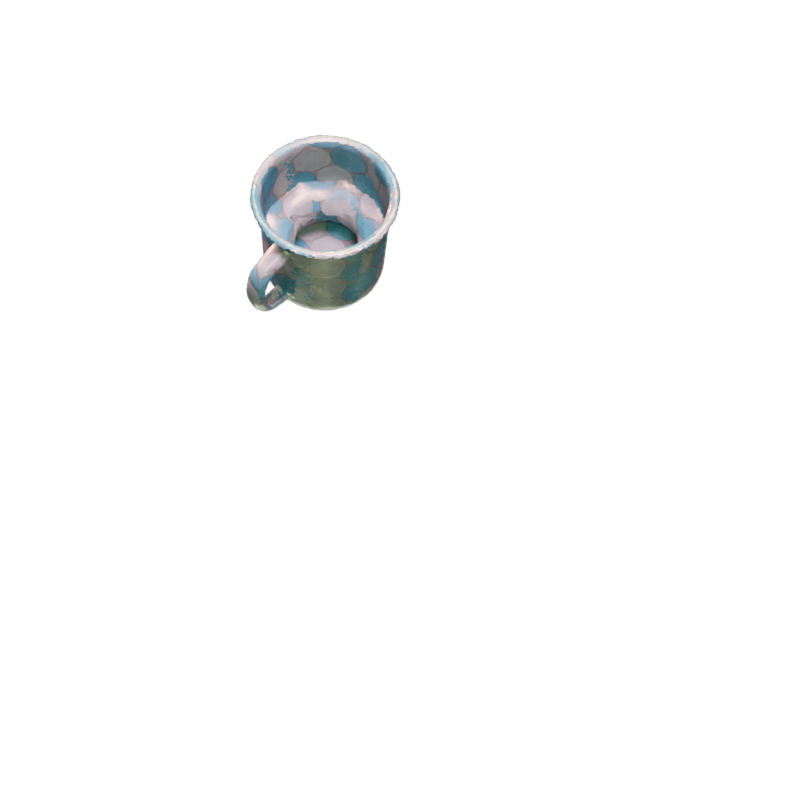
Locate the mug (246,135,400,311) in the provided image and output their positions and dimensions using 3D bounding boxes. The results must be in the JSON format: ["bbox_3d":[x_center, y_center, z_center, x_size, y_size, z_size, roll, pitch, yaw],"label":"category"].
[{"bbox_3d":[-0.056,-0.102,0.714,0.097,0.120,0.077,32,-25,15],"label":"mug"}]
